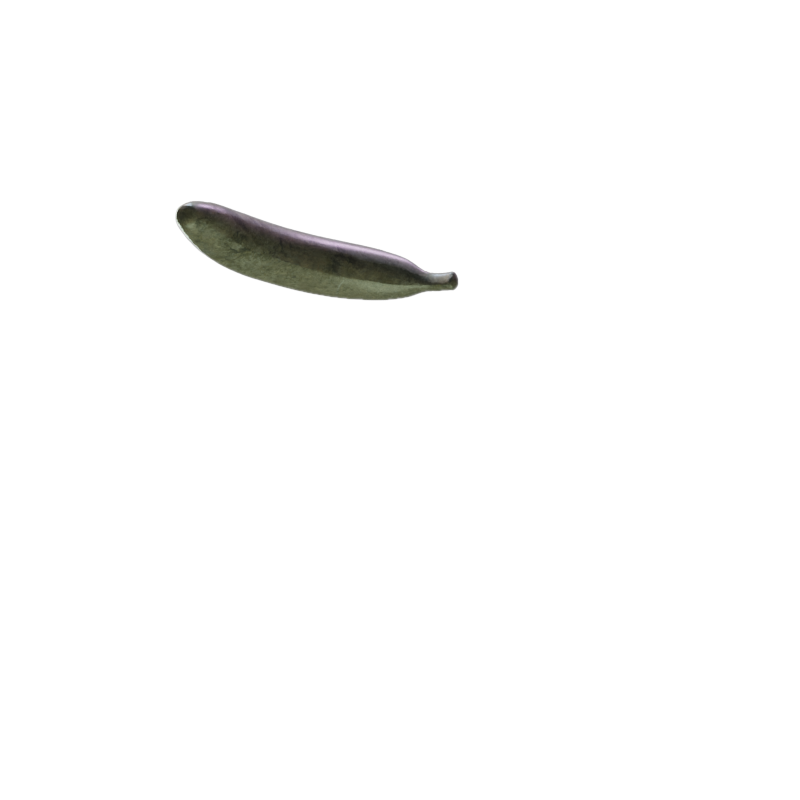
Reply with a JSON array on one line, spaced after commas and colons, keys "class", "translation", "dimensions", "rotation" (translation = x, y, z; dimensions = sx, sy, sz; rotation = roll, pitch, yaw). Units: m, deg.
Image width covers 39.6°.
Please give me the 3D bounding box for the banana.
[{"class": "banana", "translation": [-0.061, -0.095, 0.714], "dimensions": [0.190, 0.038, 0.069], "rotation": [9, -20, -28]}]
